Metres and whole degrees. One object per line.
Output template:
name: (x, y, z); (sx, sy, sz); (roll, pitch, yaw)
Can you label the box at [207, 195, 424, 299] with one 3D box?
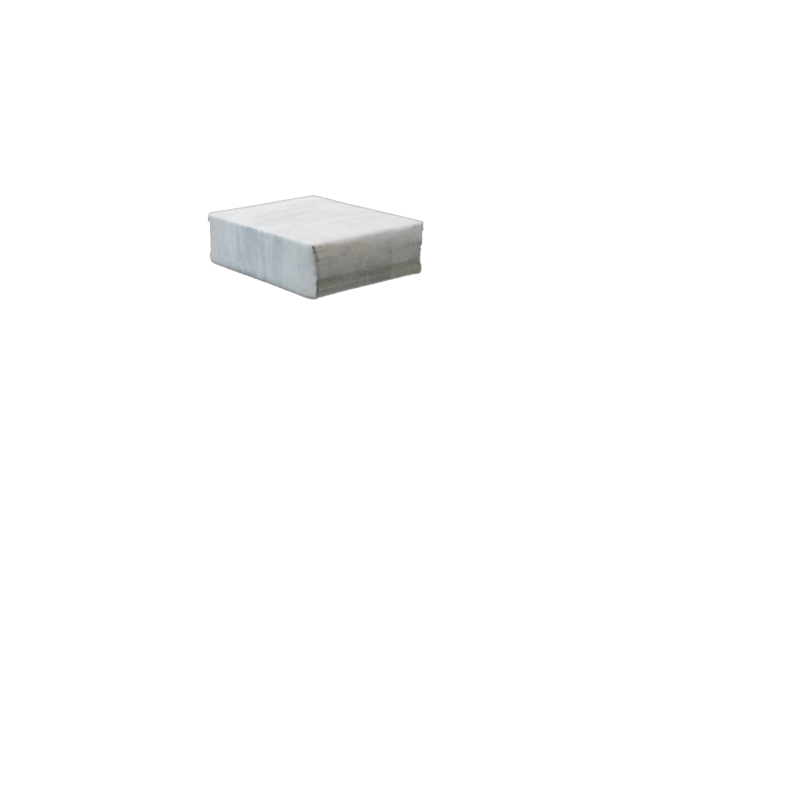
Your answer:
box: (-0.055, -0.101, 0.707); (0.088, 0.037, 0.121); (-18, 29, -37)
